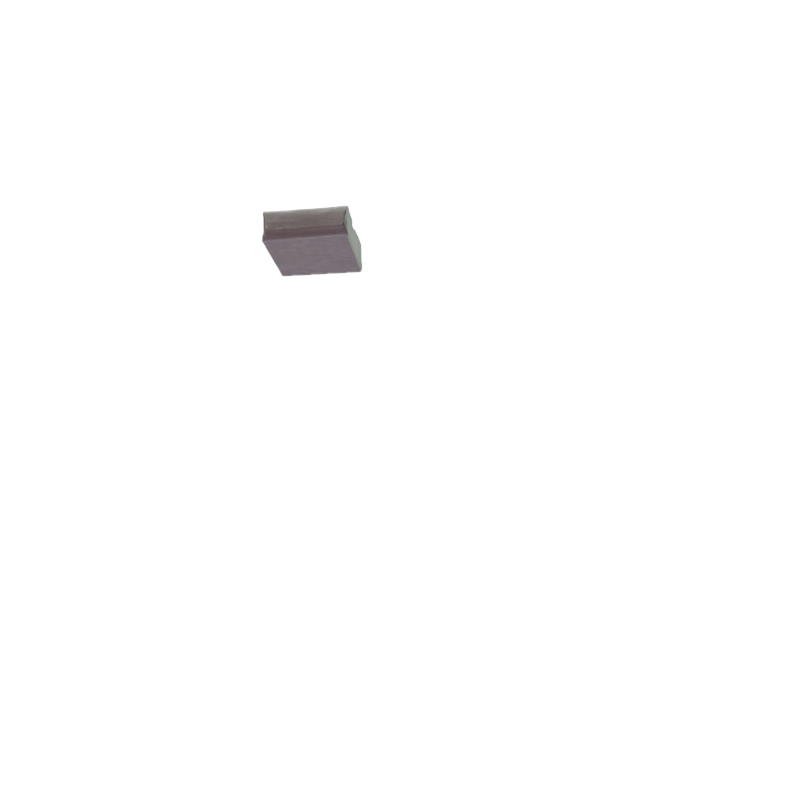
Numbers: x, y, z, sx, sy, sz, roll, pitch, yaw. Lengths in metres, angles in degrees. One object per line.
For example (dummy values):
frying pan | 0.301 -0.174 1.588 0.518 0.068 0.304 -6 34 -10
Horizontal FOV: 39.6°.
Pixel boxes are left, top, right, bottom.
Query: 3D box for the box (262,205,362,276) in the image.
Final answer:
box | -0.075 -0.137 0.957 0.074 0.032 0.084 -3 -17 7
